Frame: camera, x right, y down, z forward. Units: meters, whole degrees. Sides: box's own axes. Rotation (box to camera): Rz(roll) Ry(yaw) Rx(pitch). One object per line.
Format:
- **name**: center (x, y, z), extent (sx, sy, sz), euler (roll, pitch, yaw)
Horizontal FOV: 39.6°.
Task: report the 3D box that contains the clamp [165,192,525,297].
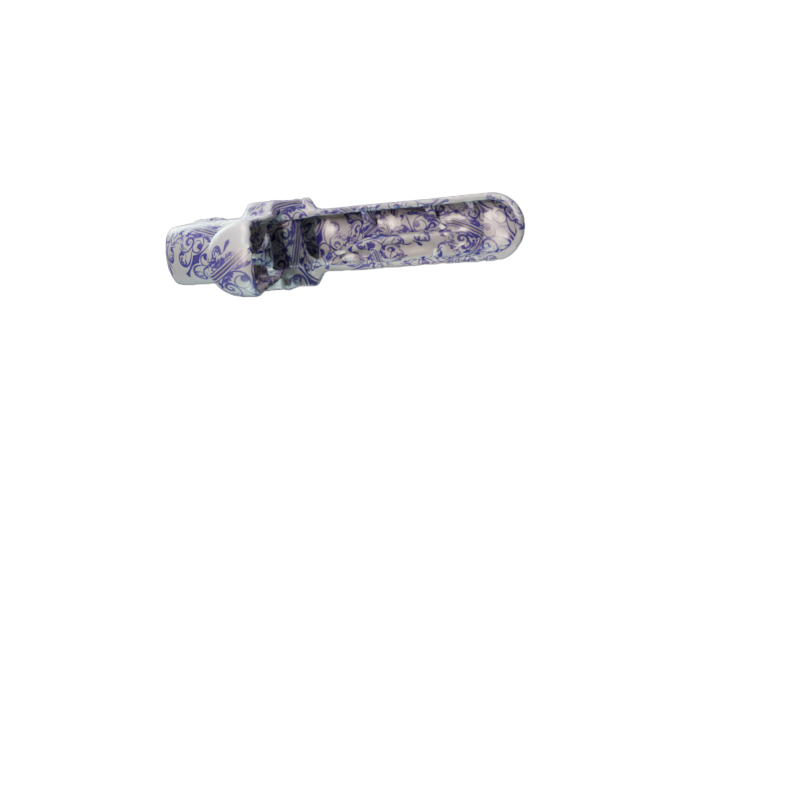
- **clamp**: center (-0.035, -0.063, 0.442), extent (0.117, 0.039, 0.178), euler (-4, 11, -22)
